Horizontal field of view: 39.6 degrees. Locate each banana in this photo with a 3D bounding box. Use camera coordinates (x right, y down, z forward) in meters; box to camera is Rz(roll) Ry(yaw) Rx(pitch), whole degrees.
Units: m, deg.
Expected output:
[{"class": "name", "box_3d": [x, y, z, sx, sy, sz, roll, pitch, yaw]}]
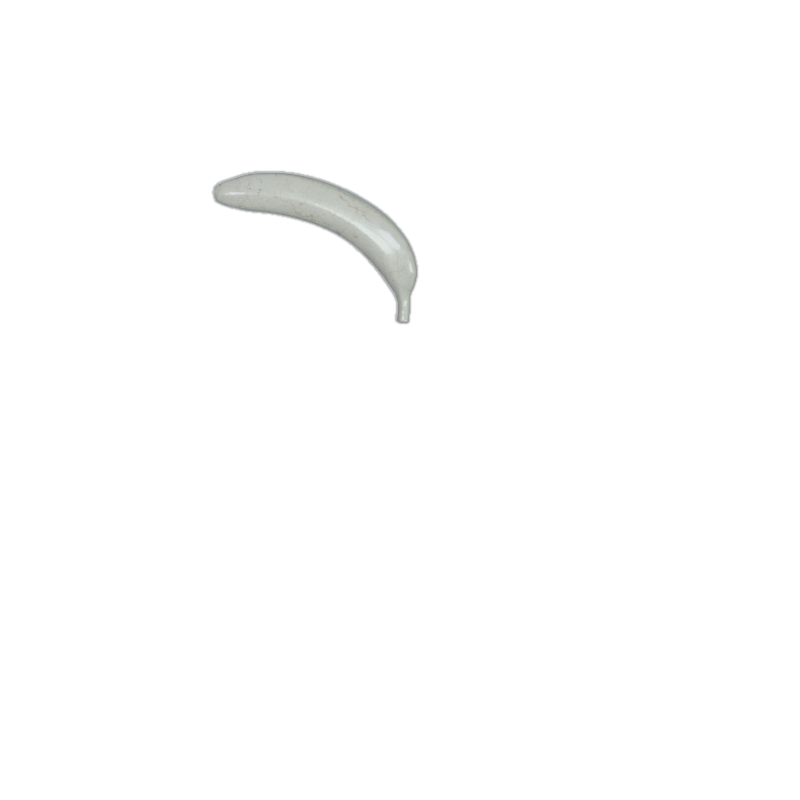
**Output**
[{"class": "banana", "box_3d": [-0.059, -0.145, 0.923, 0.200, 0.070, 0.036, 34, -8, 5]}]
